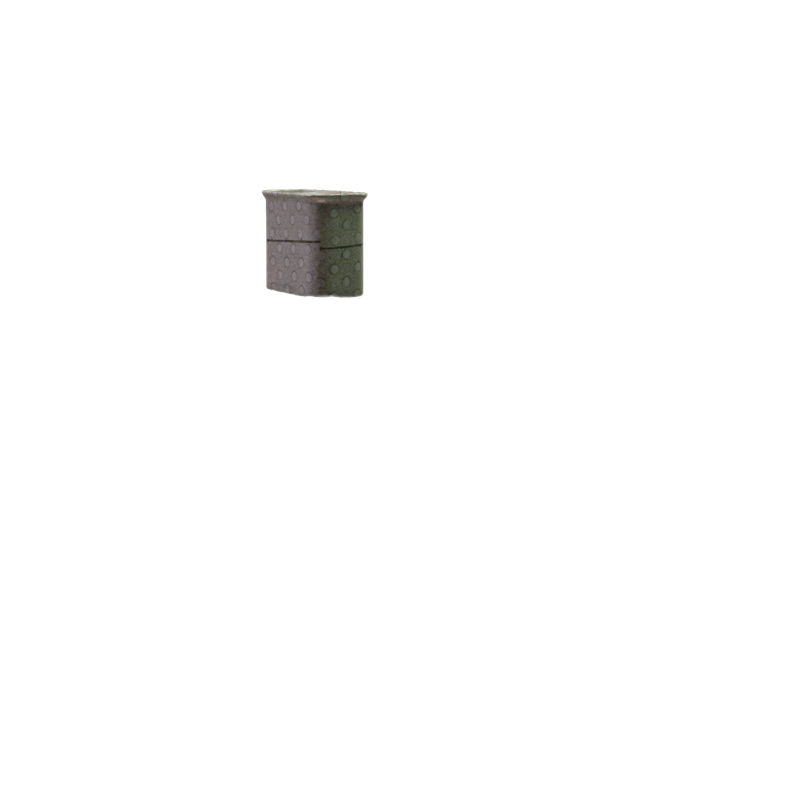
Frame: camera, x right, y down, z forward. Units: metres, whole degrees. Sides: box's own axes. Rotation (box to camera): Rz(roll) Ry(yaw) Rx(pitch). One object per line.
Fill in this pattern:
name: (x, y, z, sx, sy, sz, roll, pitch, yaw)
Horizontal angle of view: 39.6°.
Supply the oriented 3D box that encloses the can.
can: (-0.072, -0.131, 0.916, 0.056, 0.082, 0.107, -4, 11, -33)
